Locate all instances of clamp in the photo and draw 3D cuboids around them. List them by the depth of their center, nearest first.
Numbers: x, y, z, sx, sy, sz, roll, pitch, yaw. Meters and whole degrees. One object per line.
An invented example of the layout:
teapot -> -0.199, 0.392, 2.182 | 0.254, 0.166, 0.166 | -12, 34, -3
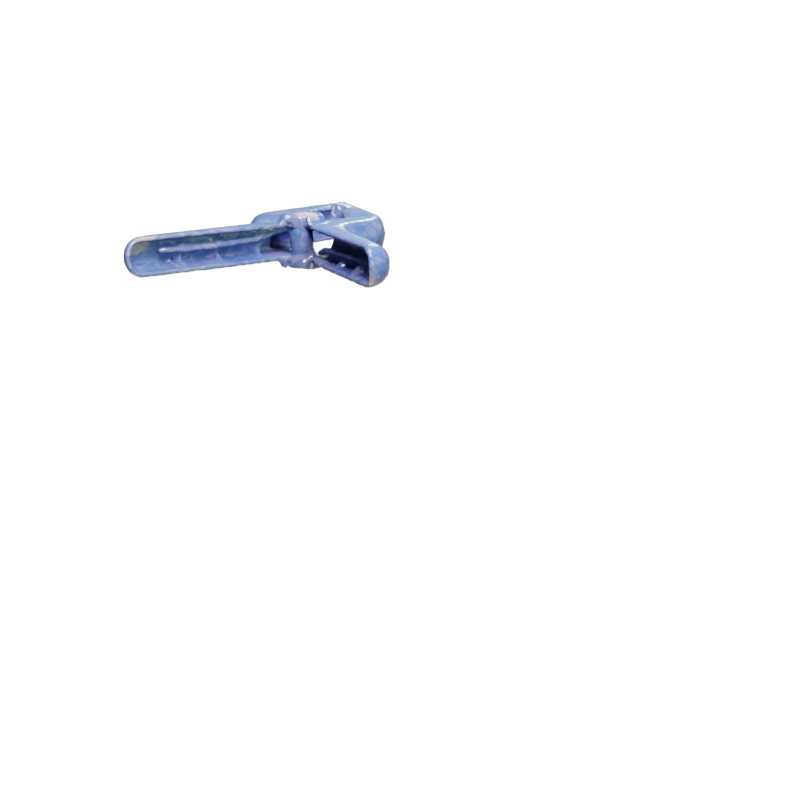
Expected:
clamp -> -0.057, -0.104, 0.727 | 0.170, 0.035, 0.209 | 7, 17, 22
